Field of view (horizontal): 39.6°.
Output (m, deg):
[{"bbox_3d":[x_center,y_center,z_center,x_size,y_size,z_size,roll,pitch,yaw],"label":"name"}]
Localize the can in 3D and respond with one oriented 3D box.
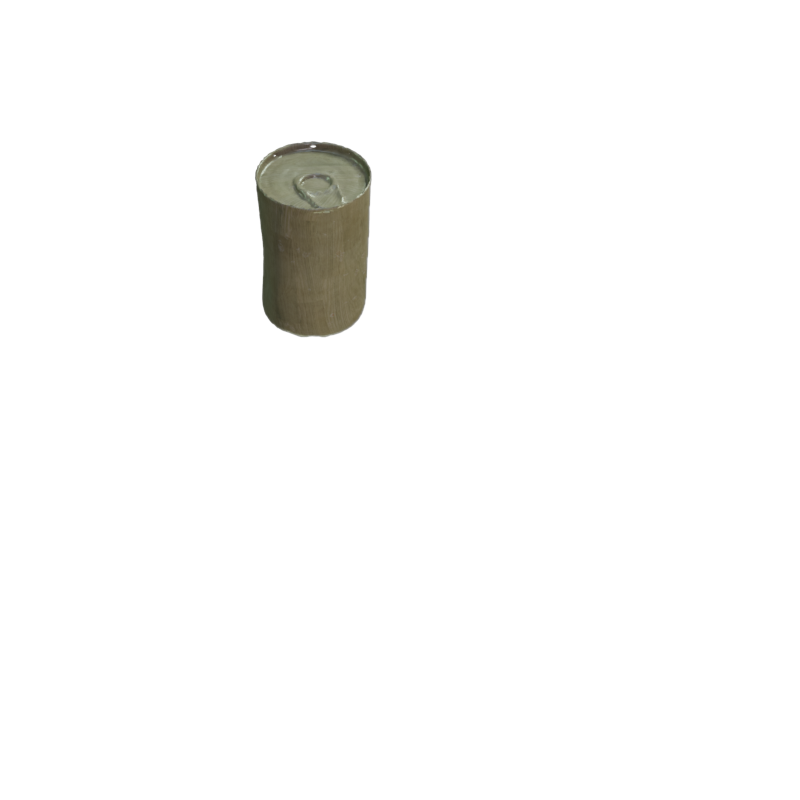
[{"bbox_3d":[-0.053,-0.096,0.675,0.068,0.095,0.074,0,43,-3],"label":"can"}]
